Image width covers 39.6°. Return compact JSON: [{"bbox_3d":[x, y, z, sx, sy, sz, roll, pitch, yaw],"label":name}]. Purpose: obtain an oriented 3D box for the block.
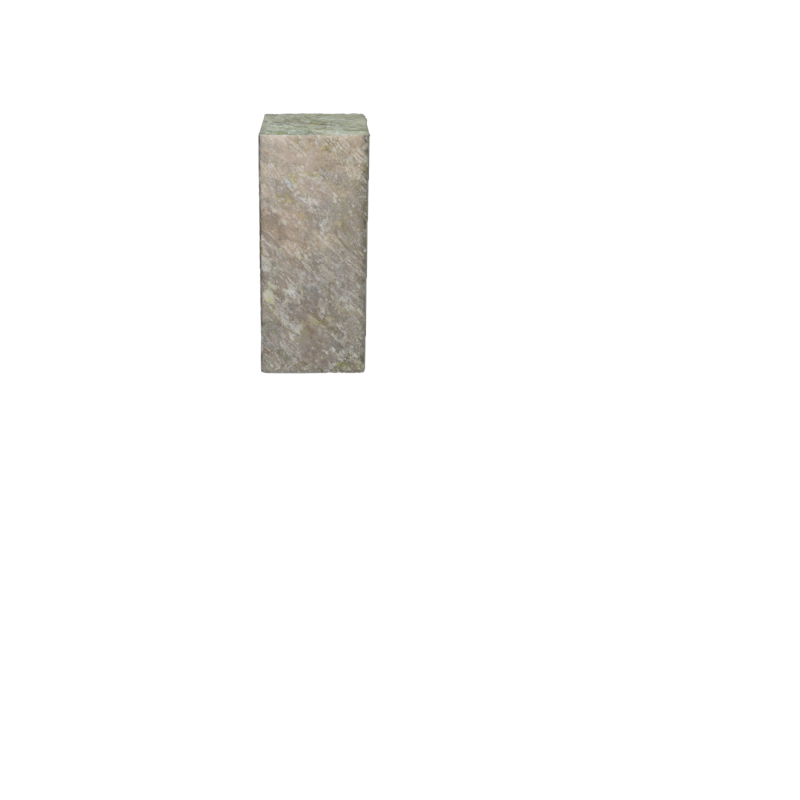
[{"bbox_3d":[-0.074,-0.135,0.948,0.090,0.198,0.095,0,19,-2],"label":"block"}]
